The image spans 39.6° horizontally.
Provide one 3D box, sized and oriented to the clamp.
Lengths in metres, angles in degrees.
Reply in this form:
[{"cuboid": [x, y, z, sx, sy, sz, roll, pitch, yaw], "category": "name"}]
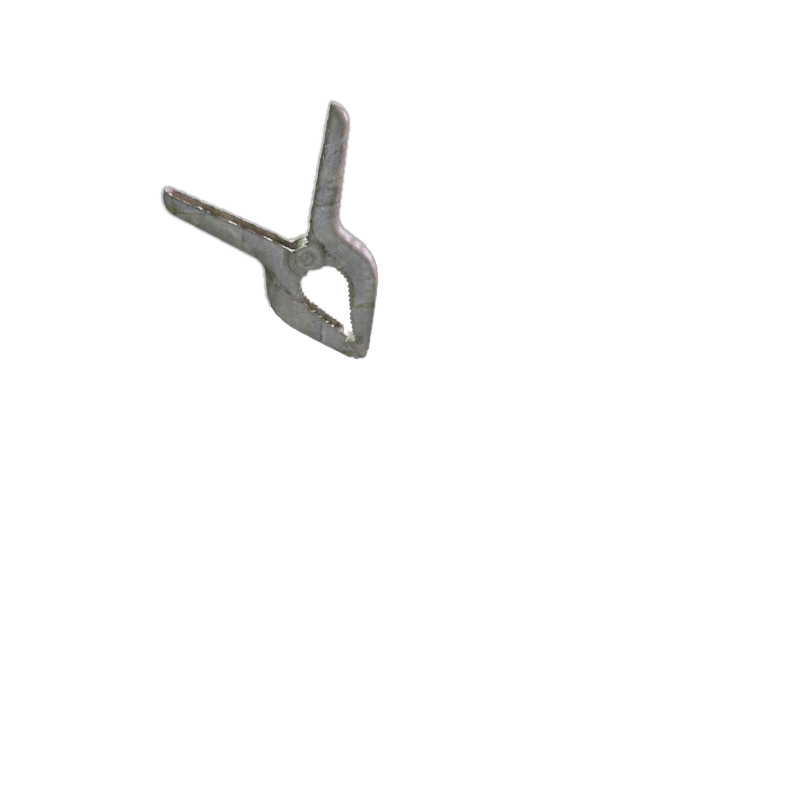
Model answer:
[{"cuboid": [-0.071, -0.130, 0.910, 0.164, 0.201, 0.038, -32, 16, 10], "category": "clamp"}]
